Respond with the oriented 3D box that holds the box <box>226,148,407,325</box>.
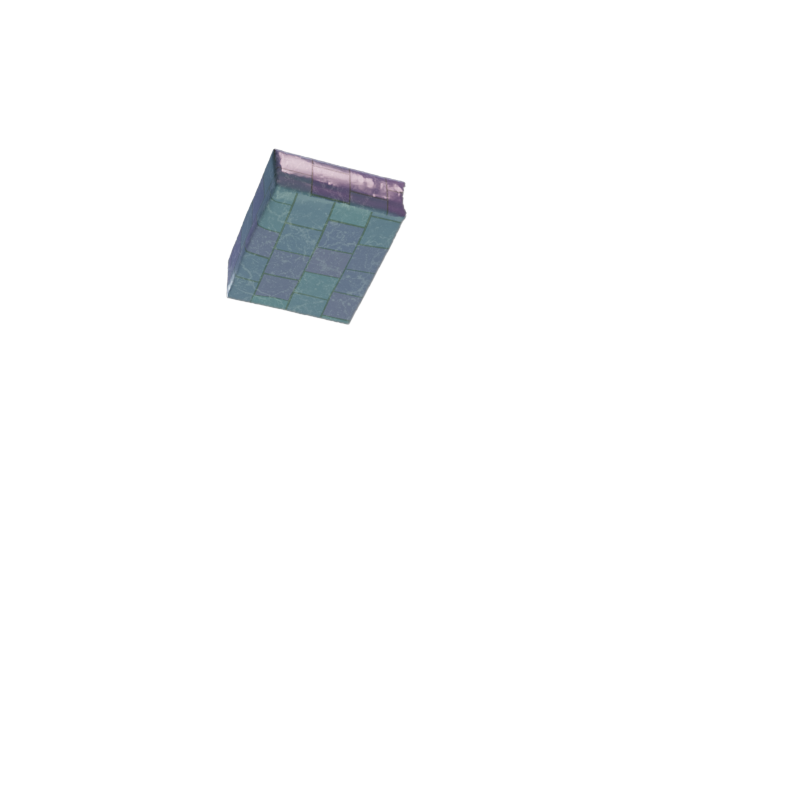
[{"bbox_3d":[-0.057,-0.104,0.726,0.087,0.042,0.109,13,-40,-16],"label":"box"}]
